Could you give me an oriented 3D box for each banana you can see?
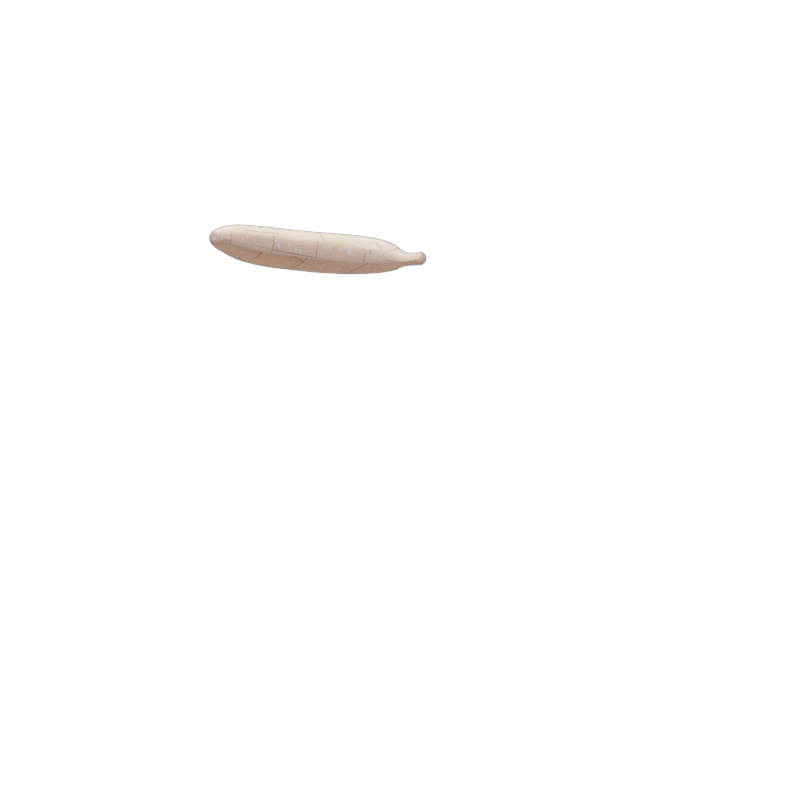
[{"bbox_3d":[-0.080,-0.139,1.014,0.194,0.038,0.069,2,-11,-14],"label":"banana"}]
